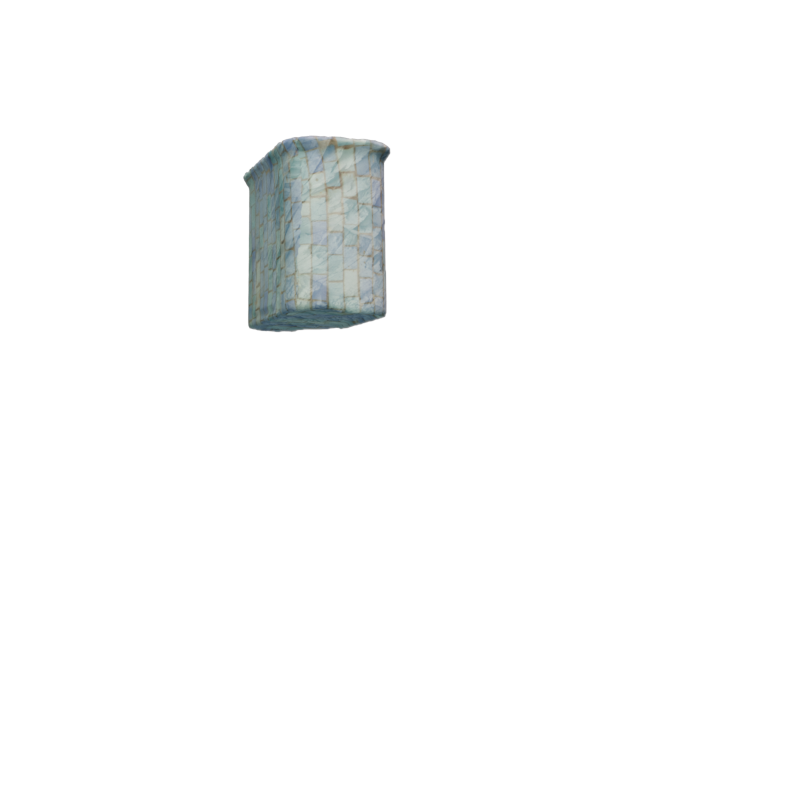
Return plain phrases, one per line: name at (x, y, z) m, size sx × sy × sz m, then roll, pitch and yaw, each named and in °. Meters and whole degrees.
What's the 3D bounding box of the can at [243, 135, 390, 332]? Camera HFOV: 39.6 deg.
can at (-0.044, -0.081, 0.565) m, size 0.056 × 0.086 × 0.103 m, roll 3°, pitch -6°, yaw -21°
